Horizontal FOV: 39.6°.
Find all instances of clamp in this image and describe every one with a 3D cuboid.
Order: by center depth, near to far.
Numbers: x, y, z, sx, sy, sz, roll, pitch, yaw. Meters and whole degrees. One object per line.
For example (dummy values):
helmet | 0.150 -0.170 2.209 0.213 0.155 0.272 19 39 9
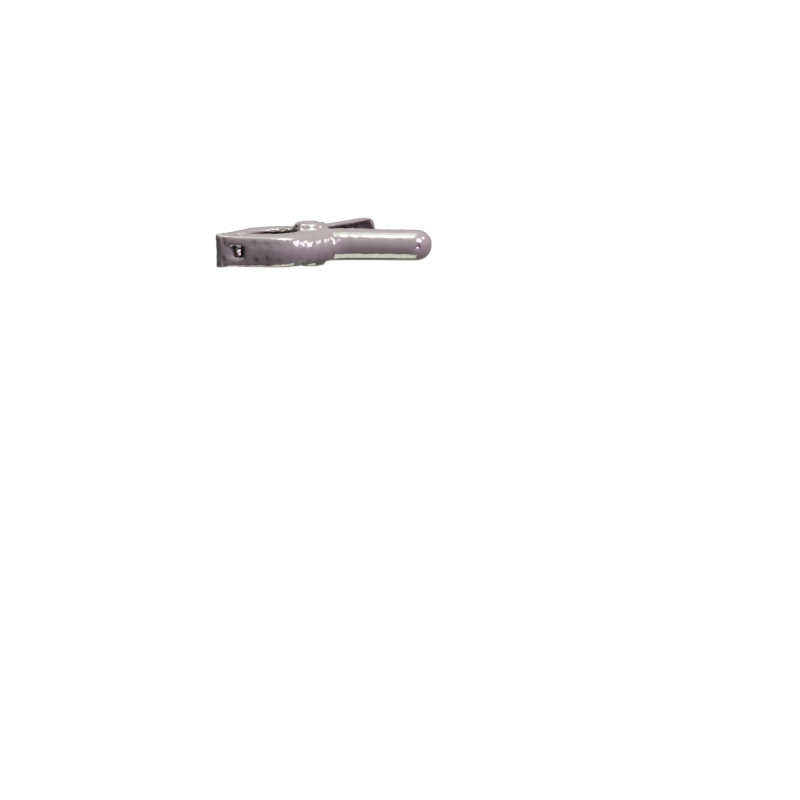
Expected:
clamp | -0.072 -0.132 0.922 0.168 0.039 0.124 -3 9 -15
